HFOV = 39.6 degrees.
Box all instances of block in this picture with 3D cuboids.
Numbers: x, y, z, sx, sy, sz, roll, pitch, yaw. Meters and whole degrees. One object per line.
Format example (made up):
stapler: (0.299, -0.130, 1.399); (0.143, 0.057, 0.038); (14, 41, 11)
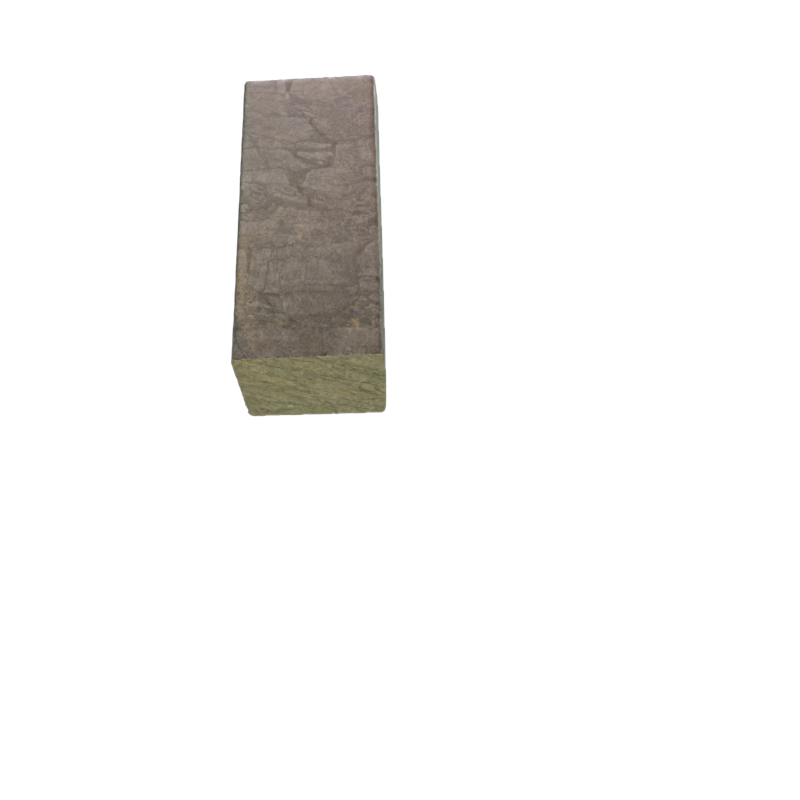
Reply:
block: (-0.057, -0.103, 0.726); (0.091, 0.219, 0.084); (-3, -28, 1)
